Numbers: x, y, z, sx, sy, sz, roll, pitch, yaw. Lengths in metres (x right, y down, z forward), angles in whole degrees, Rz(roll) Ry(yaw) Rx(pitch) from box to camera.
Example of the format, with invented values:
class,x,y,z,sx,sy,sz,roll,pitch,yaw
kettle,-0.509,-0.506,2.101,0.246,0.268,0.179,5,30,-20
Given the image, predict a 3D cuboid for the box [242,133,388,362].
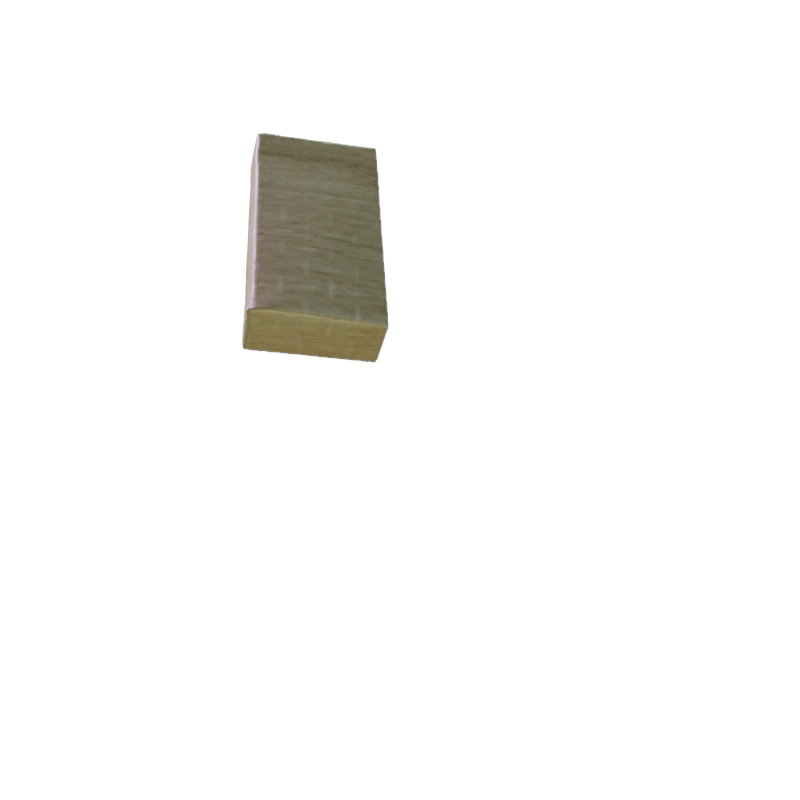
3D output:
class,x,y,z,sx,sy,sz,roll,pitch,yaw
box,-0.061,-0.111,0.778,0.092,0.189,0.045,5,-44,-9
